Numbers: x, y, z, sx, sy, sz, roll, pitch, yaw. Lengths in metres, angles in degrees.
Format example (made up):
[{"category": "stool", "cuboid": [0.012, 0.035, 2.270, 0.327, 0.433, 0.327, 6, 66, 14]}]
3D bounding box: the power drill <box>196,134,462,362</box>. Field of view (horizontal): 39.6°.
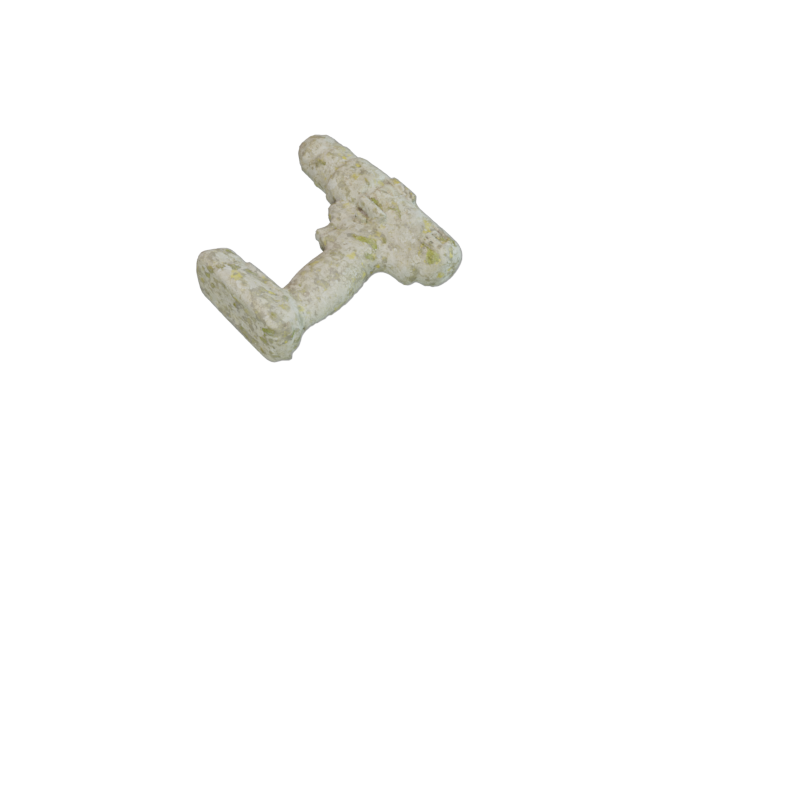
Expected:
[{"category": "power drill", "cuboid": [-0.071, -0.130, 0.909, 0.188, 0.053, 0.197, -35, 60, -24]}]
